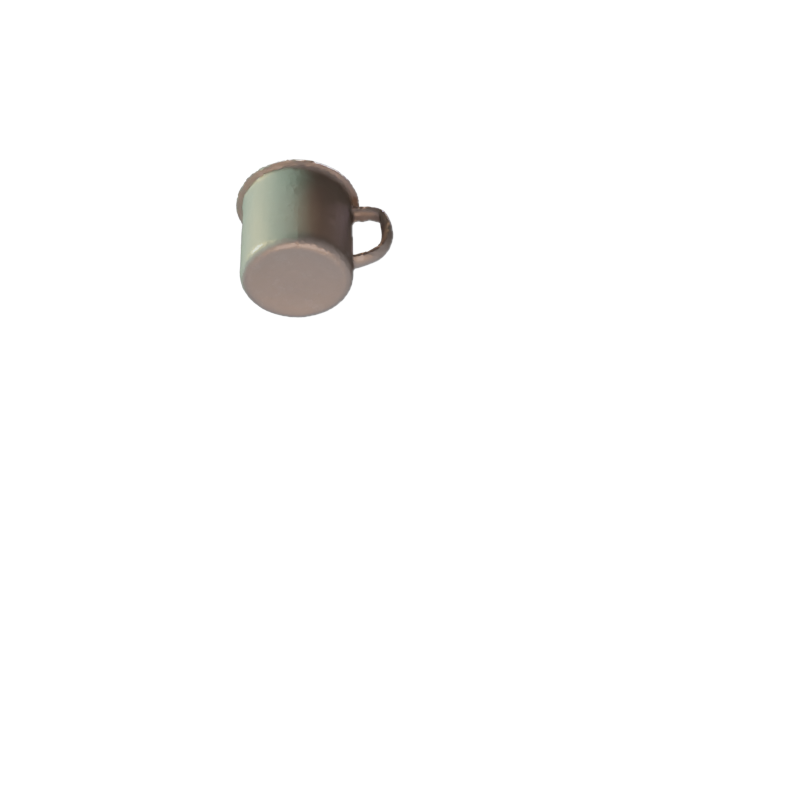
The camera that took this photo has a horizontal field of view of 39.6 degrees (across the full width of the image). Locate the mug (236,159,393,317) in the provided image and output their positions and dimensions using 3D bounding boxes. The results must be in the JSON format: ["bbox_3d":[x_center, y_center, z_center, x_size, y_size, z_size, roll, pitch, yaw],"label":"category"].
[{"bbox_3d":[-0.064,-0.116,0.811,0.117,0.087,0.086,-3,-42,2],"label":"mug"}]
